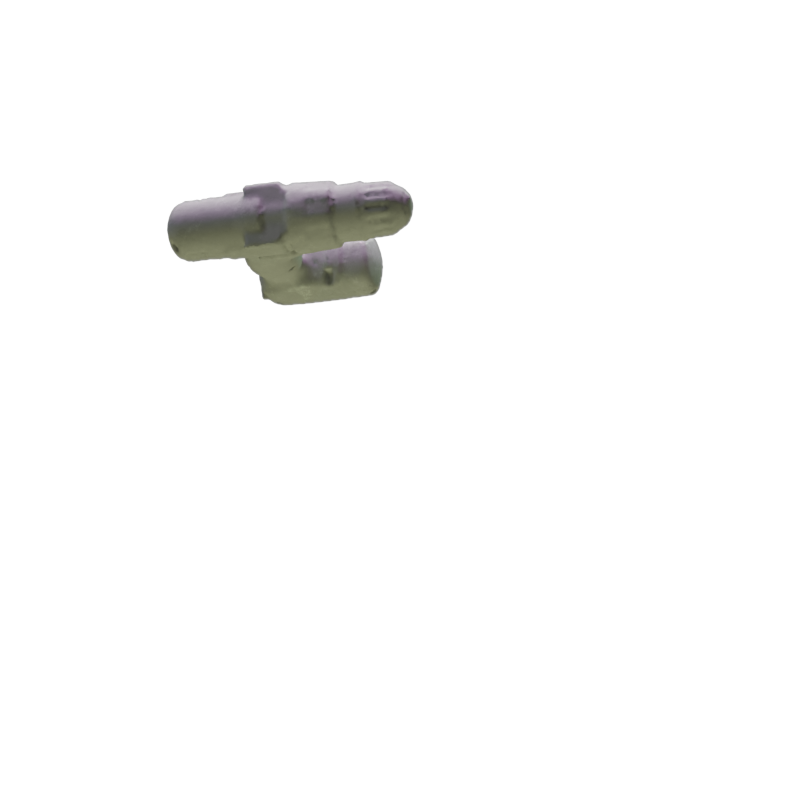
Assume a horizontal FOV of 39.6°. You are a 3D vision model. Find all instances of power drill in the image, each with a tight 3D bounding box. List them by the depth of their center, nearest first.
[{"bbox_3d":[-0.069,-0.125,0.876,0.187,0.059,0.179,-2,-10,13],"label":"power drill"}]
